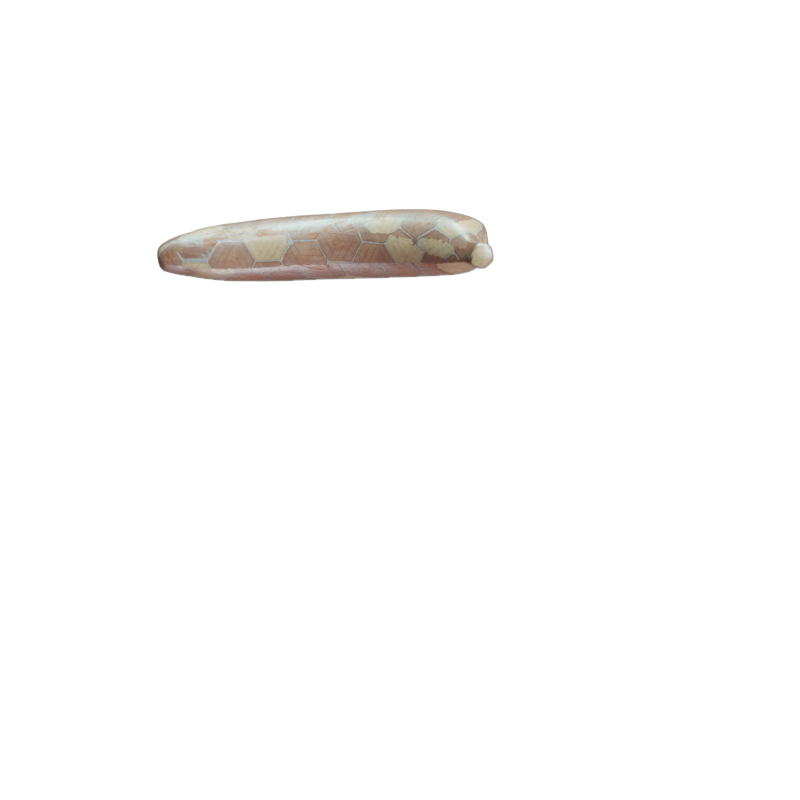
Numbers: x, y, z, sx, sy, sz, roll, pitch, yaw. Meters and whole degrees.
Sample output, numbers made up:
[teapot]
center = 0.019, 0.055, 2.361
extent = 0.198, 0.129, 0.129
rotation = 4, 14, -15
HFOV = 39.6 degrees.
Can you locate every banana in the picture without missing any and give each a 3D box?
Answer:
[banana]
center = -0.034, -0.083, 0.593
extent = 0.204, 0.037, 0.067
rotation = 1, 1, 28
